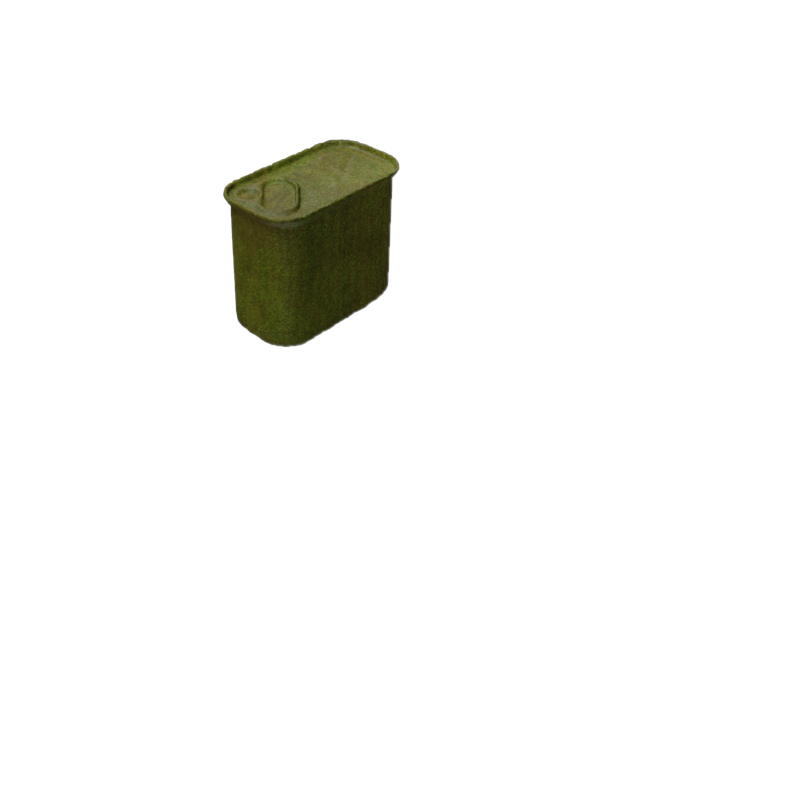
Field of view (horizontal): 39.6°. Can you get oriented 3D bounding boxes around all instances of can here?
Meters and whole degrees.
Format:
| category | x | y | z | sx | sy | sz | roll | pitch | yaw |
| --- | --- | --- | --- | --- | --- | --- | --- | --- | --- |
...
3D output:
| category | x | y | z | sx | sy | sz | roll | pitch | yaw |
| --- | --- | --- | --- | --- | --- | --- | --- | --- | --- |
| can | -0.049 | -0.090 | 0.628 | 0.061 | 0.079 | 0.102 | 27 | 42 | 33 |
